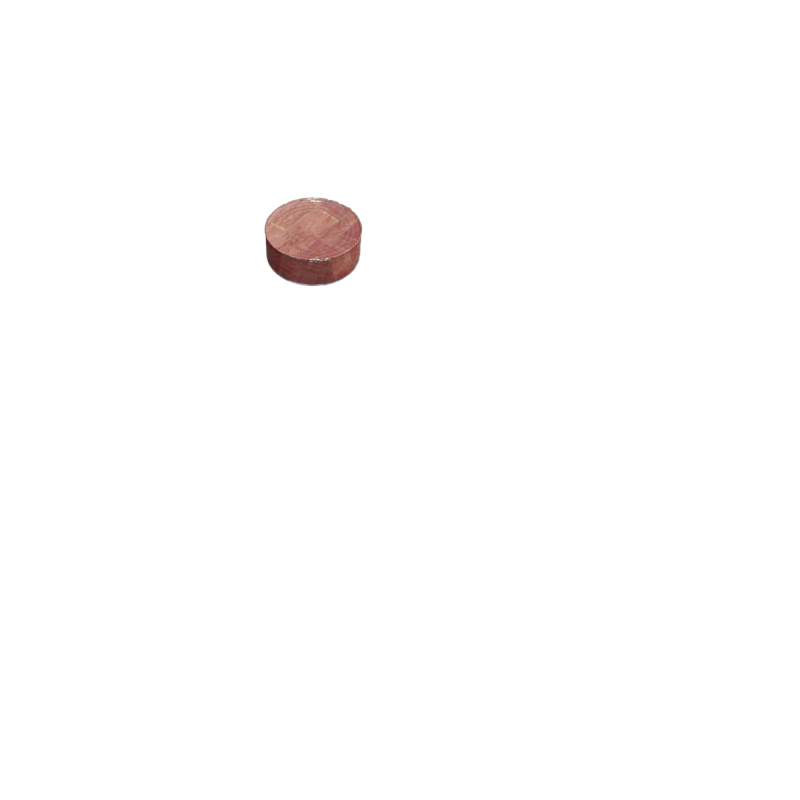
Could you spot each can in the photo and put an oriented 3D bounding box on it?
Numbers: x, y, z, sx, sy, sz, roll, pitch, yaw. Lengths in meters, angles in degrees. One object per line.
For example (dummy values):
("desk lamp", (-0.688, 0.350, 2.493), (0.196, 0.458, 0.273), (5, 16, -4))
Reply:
("can", (-0.077, -0.140, 0.982), (0.086, 0.031, 0.092), (-1, 45, -1))
